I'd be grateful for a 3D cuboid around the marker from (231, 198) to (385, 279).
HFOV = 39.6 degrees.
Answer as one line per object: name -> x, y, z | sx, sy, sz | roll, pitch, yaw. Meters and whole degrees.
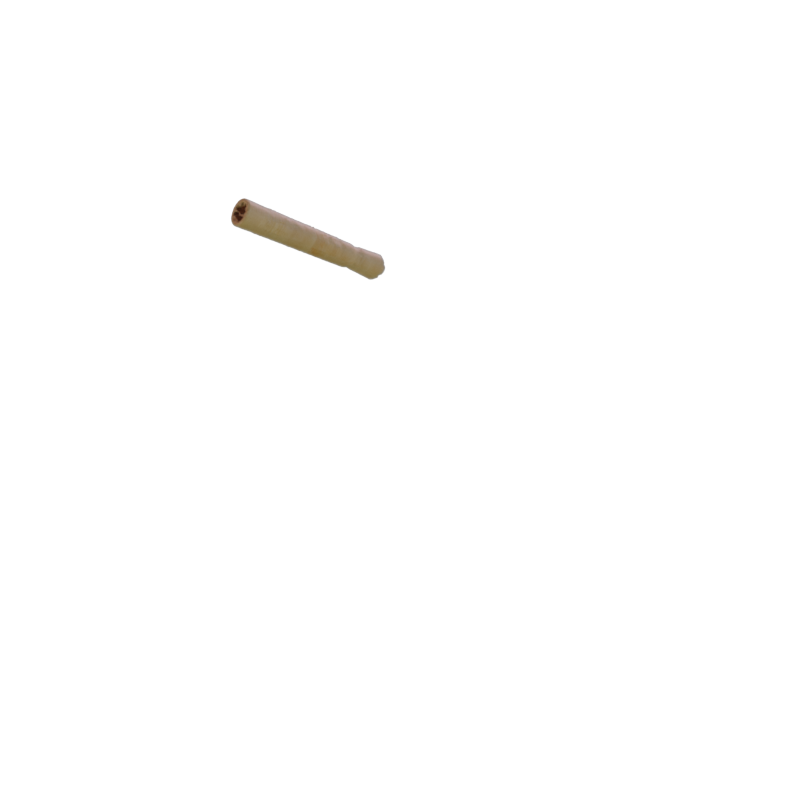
marker -> -0.057, -0.104, 0.730 | 0.114, 0.020, 0.021 | 18, -8, -36
